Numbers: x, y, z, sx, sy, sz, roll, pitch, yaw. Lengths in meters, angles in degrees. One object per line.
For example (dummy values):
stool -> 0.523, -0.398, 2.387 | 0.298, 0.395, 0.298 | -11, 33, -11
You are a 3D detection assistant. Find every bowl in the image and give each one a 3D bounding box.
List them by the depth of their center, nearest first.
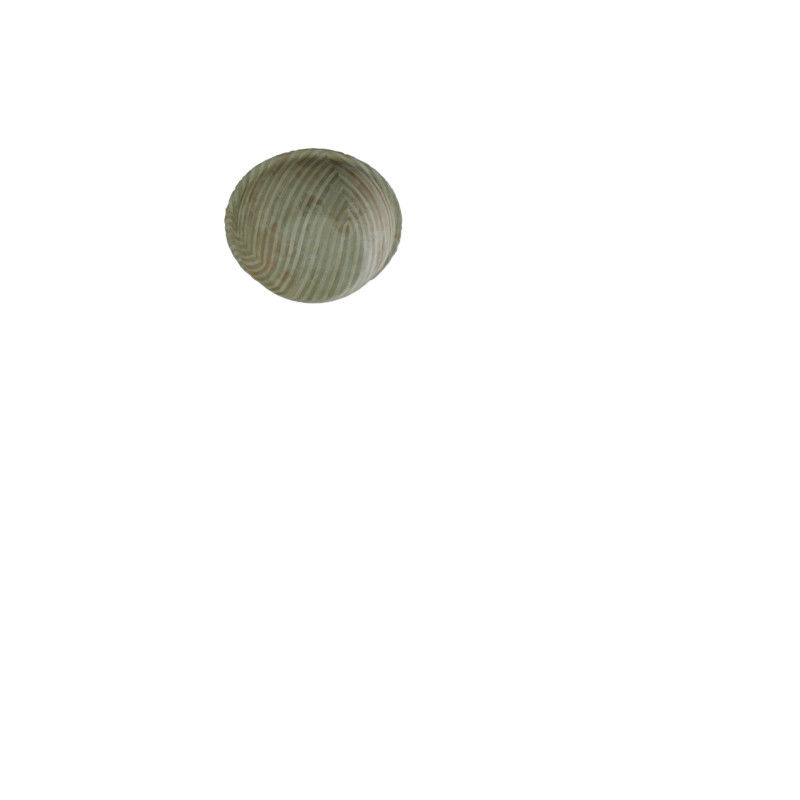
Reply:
bowl -> -0.077, -0.141, 0.986 | 0.162, 0.152, 0.059 | 1, 37, -1
